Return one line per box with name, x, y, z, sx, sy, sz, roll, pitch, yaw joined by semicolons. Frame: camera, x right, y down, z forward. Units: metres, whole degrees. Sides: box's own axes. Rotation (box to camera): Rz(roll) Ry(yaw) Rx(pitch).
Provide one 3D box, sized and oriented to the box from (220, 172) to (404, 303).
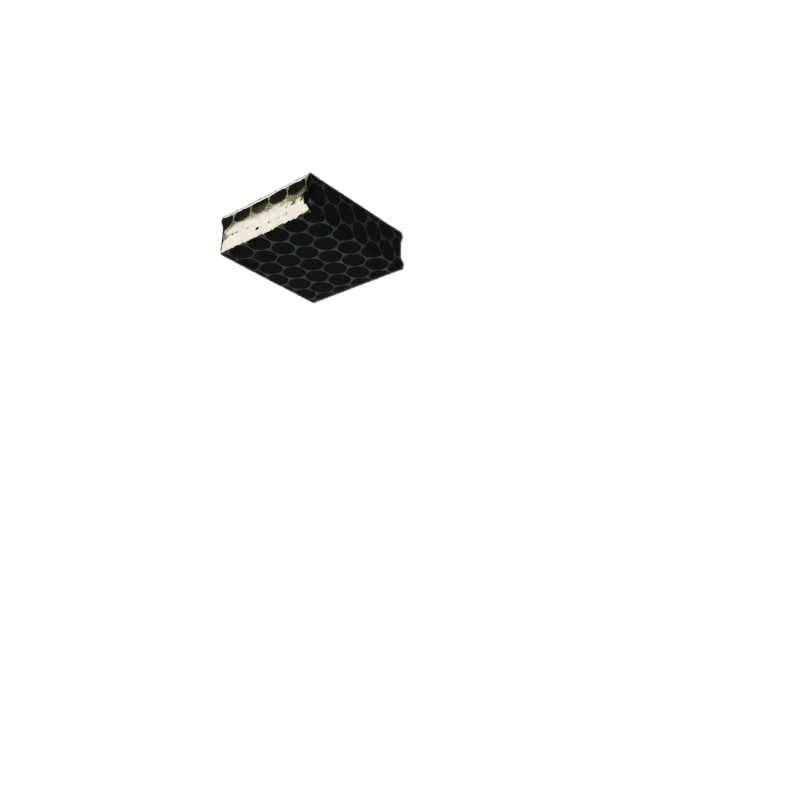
box;-0.052;-0.096;0.671;0.074;0.032;0.083;-20;-31;36
